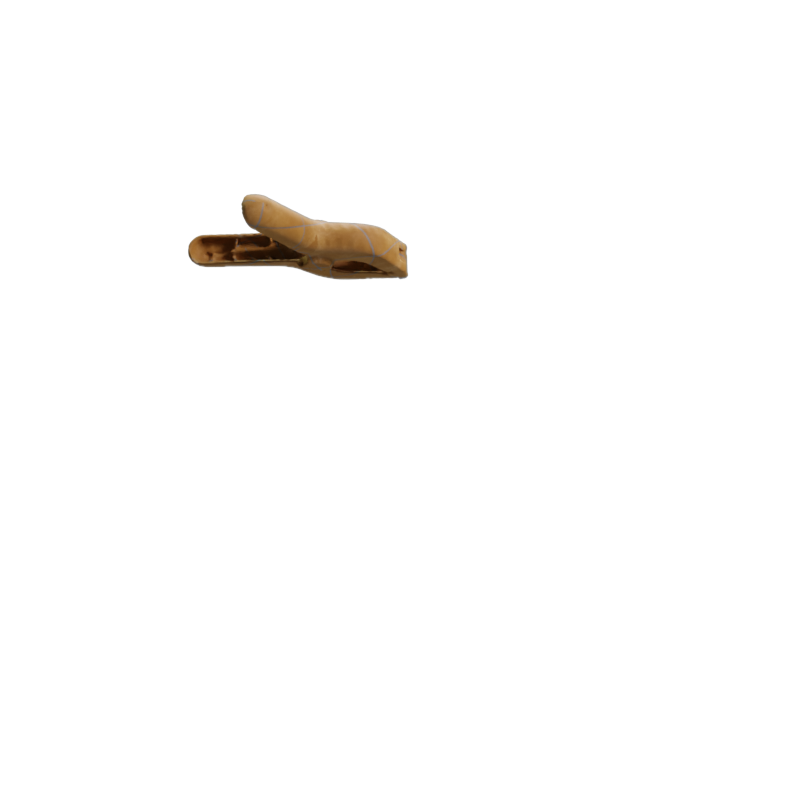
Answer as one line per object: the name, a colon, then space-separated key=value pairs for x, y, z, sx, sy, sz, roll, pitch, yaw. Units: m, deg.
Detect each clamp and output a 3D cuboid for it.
clamp: x=-0.066 y=-0.120 z=0.838 sx=0.167 sy=0.040 sz=0.120 roll=2 pitch=-6 yaw=-19
